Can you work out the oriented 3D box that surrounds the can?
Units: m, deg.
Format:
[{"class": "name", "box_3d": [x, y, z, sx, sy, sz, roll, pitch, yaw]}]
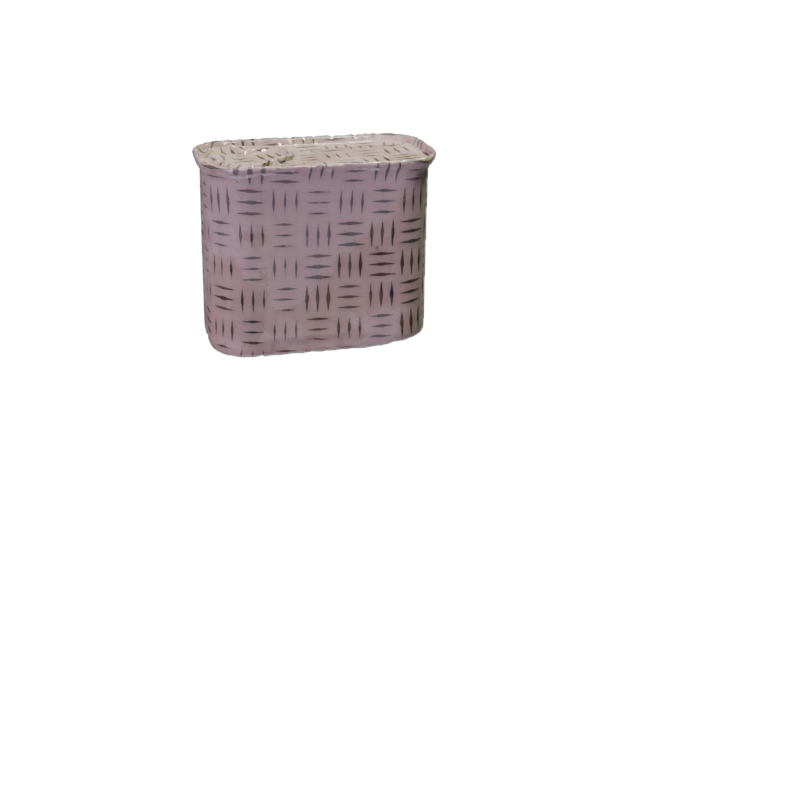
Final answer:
[{"class": "can", "box_3d": [-0.038, -0.069, 0.486, 0.100, 0.080, 0.061, -4, 21, -12]}]
